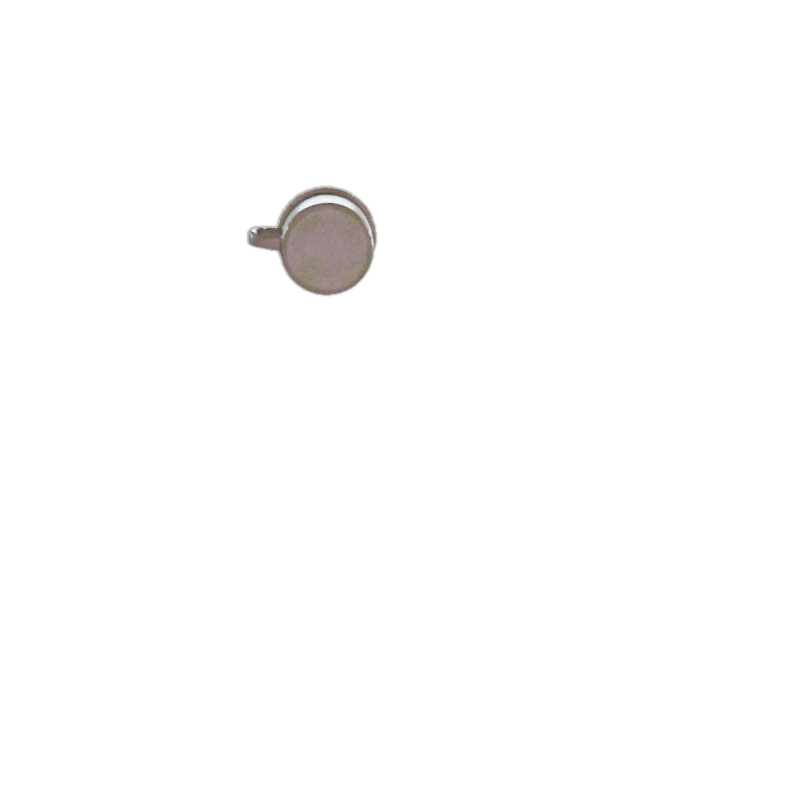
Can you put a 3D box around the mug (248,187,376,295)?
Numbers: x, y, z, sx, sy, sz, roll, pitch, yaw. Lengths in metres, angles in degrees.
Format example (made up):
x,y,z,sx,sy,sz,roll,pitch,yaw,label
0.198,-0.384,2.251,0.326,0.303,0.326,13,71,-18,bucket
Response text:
x,y,z,sx,sy,sz,roll,pitch,yaw,label
-0.078,-0.141,0.990,0.117,0.091,0.084,7,12,-3,mug
